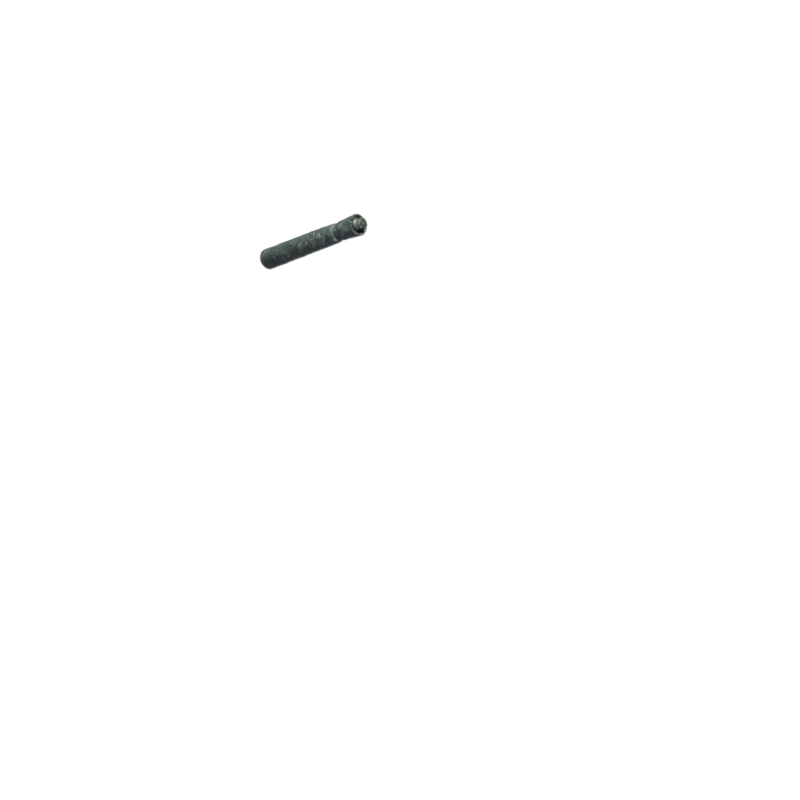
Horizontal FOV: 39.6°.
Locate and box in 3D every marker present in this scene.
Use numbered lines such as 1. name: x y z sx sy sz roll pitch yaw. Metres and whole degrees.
1. marker: -0.073 -0.134 0.936 0.123 0.020 0.019 -13 -6 43
